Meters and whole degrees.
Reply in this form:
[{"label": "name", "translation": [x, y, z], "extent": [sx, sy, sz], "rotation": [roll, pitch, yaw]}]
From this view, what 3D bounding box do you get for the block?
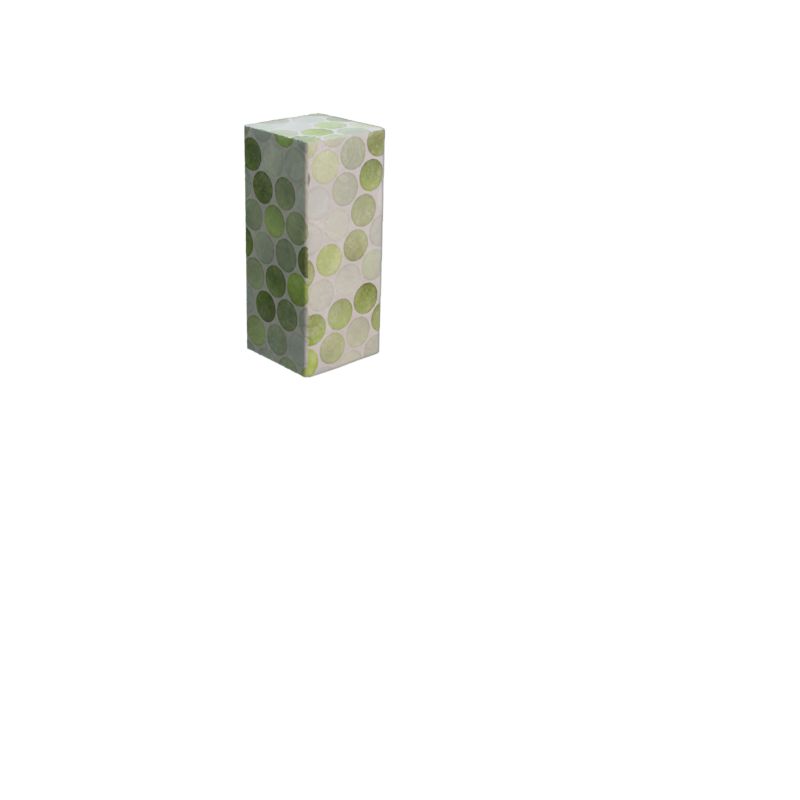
[{"label": "block", "translation": [-0.075, -0.139, 0.972], "extent": [0.088, 0.198, 0.096], "rotation": [-15, 25, -40]}]
